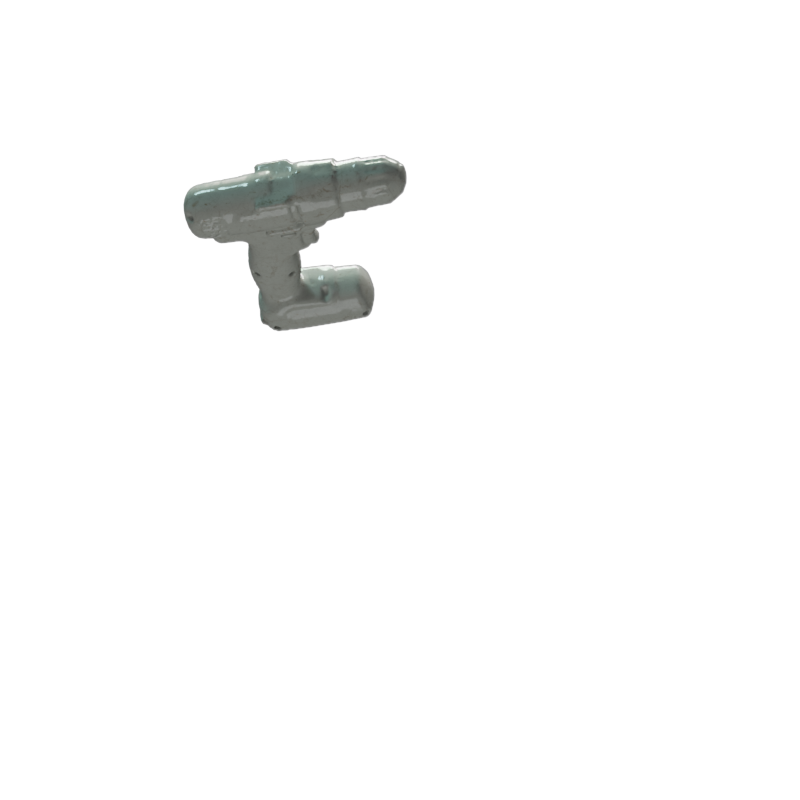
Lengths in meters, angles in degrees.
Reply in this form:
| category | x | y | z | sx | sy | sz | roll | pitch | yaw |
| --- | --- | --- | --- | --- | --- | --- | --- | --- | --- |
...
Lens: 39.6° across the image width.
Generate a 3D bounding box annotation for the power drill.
| category | x | y | z | sx | sy | sz | roll | pitch | yaw |
| --- | --- | --- | --- | --- | --- | --- | --- | --- | --- |
| power drill | -0.075 | -0.137 | 0.957 | 0.186 | 0.061 | 0.174 | -6 | -33 | 9 |
